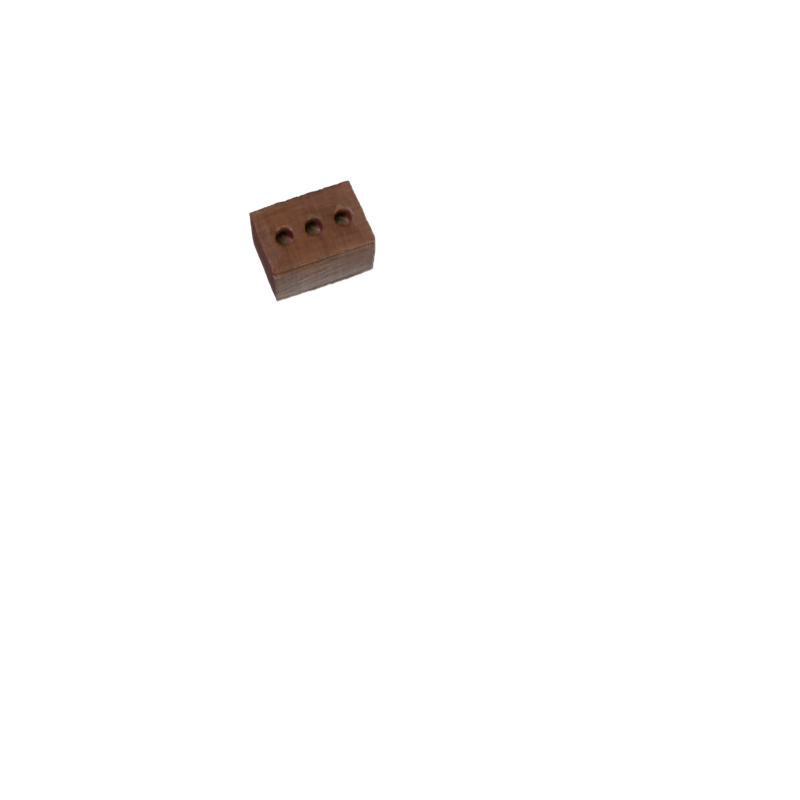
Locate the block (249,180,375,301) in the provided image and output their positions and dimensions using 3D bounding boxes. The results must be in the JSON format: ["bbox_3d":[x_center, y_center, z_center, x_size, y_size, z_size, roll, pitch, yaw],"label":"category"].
[{"bbox_3d":[-0.062,-0.113,0.791,0.078,0.056,0.049,-20,-20,-10],"label":"block"}]
